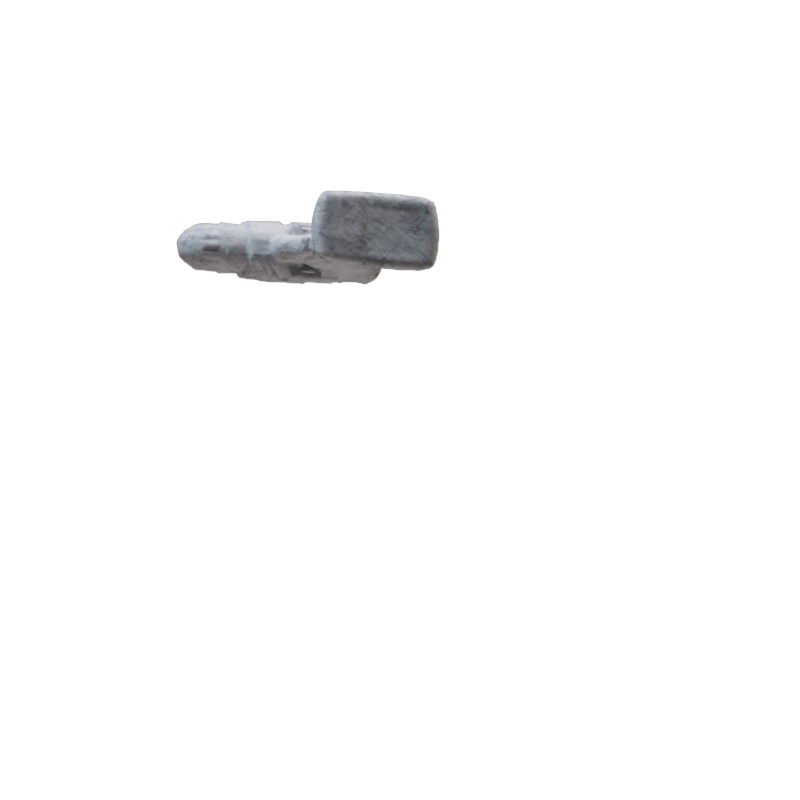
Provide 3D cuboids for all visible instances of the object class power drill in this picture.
[{"bbox_3d":[-0.070,-0.127,0.891,0.179,0.058,0.192,-1,2,-26],"label":"power drill"}]
